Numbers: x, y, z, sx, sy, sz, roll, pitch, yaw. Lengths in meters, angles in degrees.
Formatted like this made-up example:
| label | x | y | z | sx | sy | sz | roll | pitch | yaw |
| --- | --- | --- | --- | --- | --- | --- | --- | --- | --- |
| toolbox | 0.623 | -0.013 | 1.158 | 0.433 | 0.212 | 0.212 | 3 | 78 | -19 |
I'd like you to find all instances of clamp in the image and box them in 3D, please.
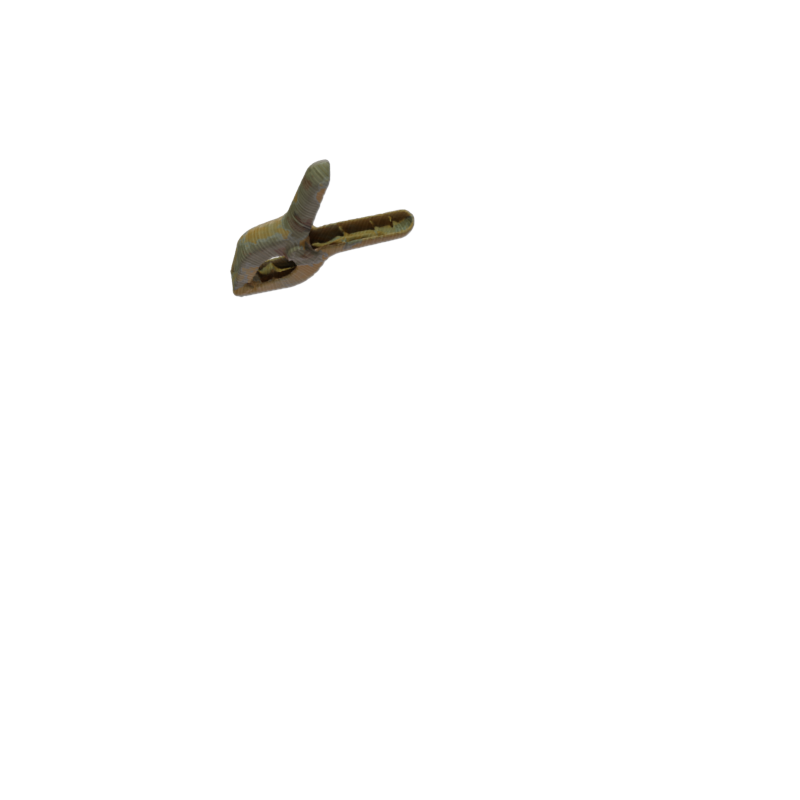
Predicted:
| label | x | y | z | sx | sy | sz | roll | pitch | yaw |
| --- | --- | --- | --- | --- | --- | --- | --- | --- | --- |
| clamp | -0.075 | -0.136 | 0.954 | 0.113 | 0.042 | 0.170 | 25 | -41 | -33 |
